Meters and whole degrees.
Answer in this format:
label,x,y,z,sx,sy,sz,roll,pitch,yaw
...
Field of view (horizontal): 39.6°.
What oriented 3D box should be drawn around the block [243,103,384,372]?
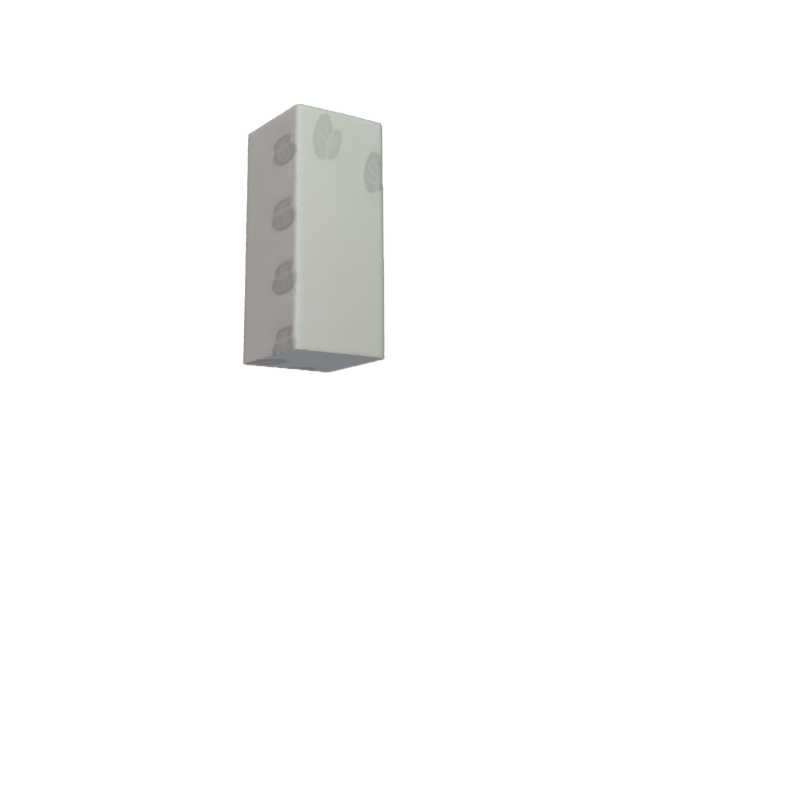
label,x,y,z,sx,sy,sz,roll,pitch,yaw
block,-0.073,-0.135,0.946,0.086,0.214,0.092,8,-17,-34
